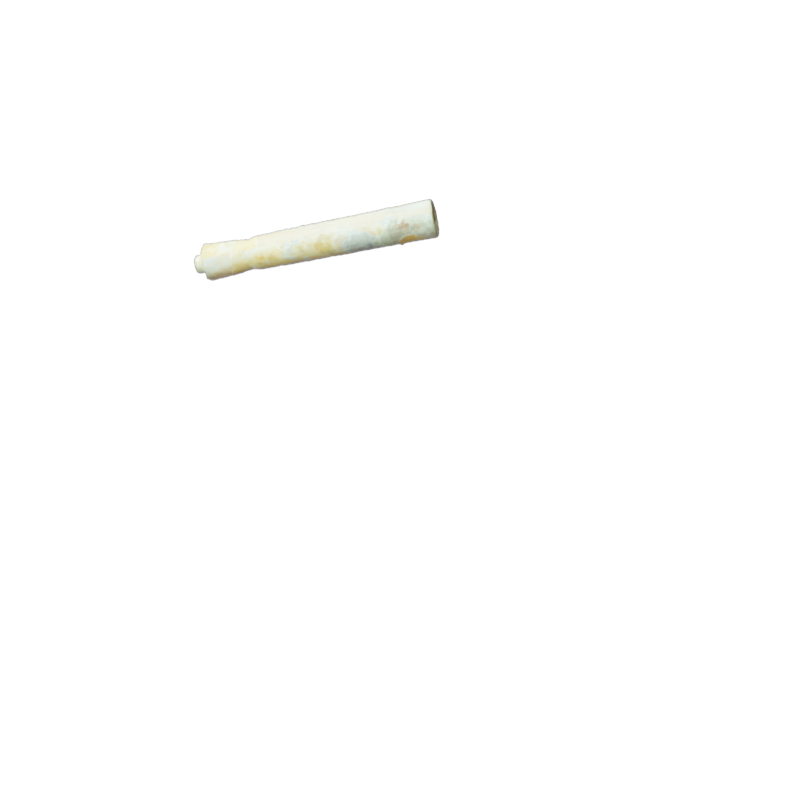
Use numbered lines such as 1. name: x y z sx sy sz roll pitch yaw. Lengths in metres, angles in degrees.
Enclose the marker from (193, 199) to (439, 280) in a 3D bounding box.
1. marker: -0.042 -0.077 0.538 0.122 0.020 0.020 -9 2 13
